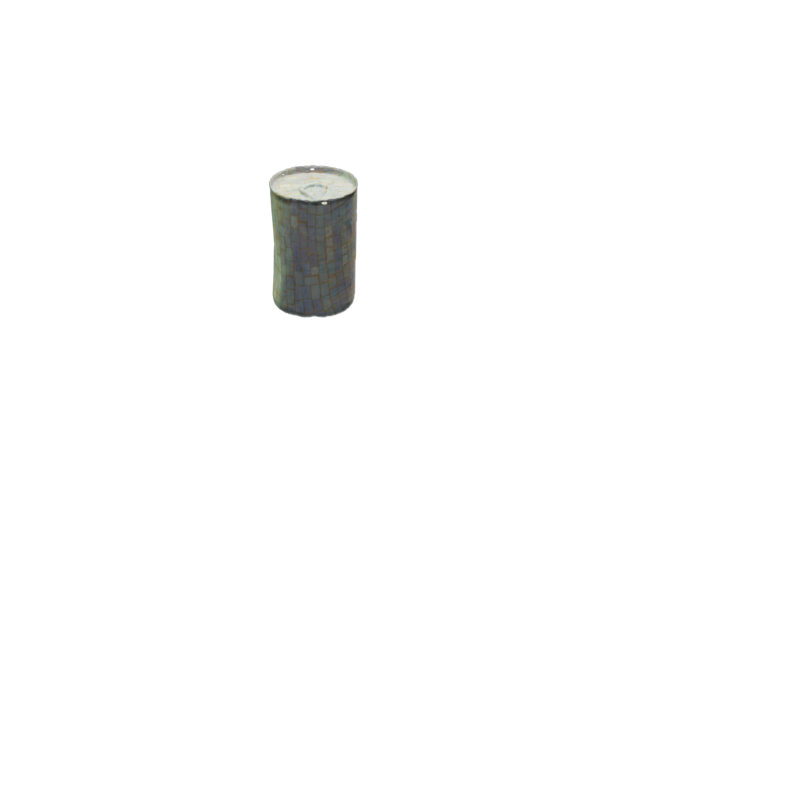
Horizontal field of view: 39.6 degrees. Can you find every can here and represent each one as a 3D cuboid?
[{"bbox_3d":[-0.068,-0.124,0.865,0.068,0.096,0.073,0,29,-2],"label":"can"}]
